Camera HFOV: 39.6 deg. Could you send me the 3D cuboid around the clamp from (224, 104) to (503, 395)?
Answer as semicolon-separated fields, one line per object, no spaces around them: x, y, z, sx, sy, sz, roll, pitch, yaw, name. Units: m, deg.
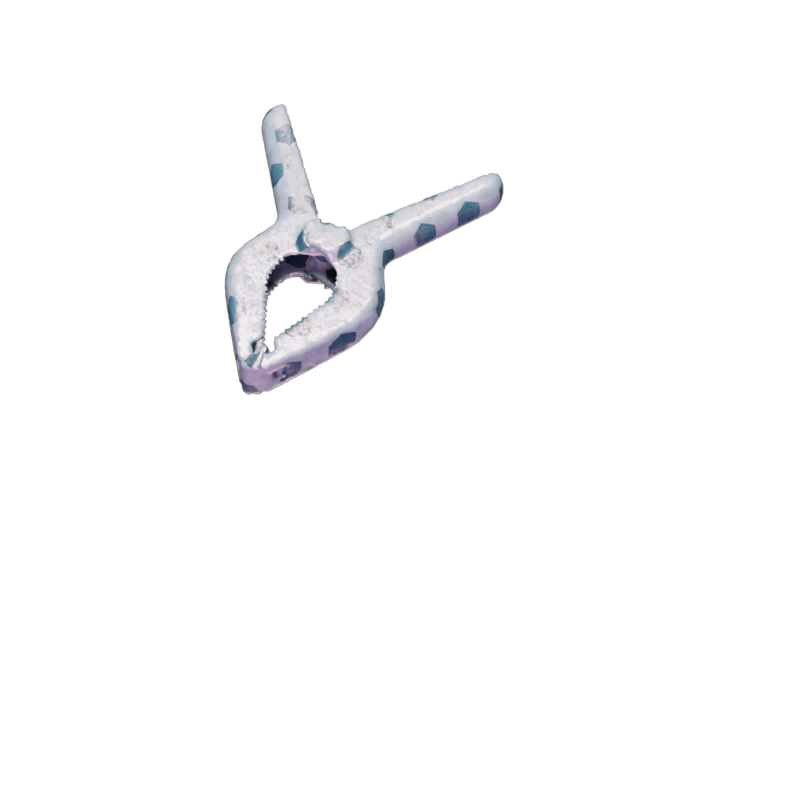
-0.052;-0.096;0.670;0.171;0.217;0.034;24;-34;17;clamp
